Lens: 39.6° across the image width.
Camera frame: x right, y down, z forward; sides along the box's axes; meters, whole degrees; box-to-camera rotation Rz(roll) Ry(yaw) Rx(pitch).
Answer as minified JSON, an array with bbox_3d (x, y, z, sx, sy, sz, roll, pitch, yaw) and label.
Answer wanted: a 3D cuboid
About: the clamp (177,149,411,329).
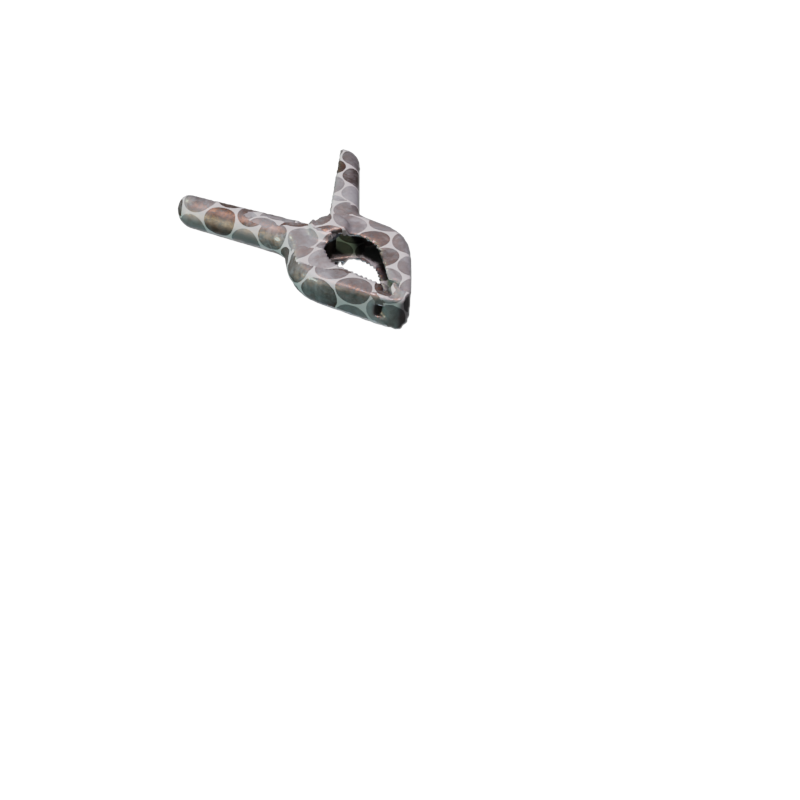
[{"bbox_3d":[-0.066,-0.121,0.848,0.163,0.034,0.227,-18,44,-20],"label":"clamp"}]
